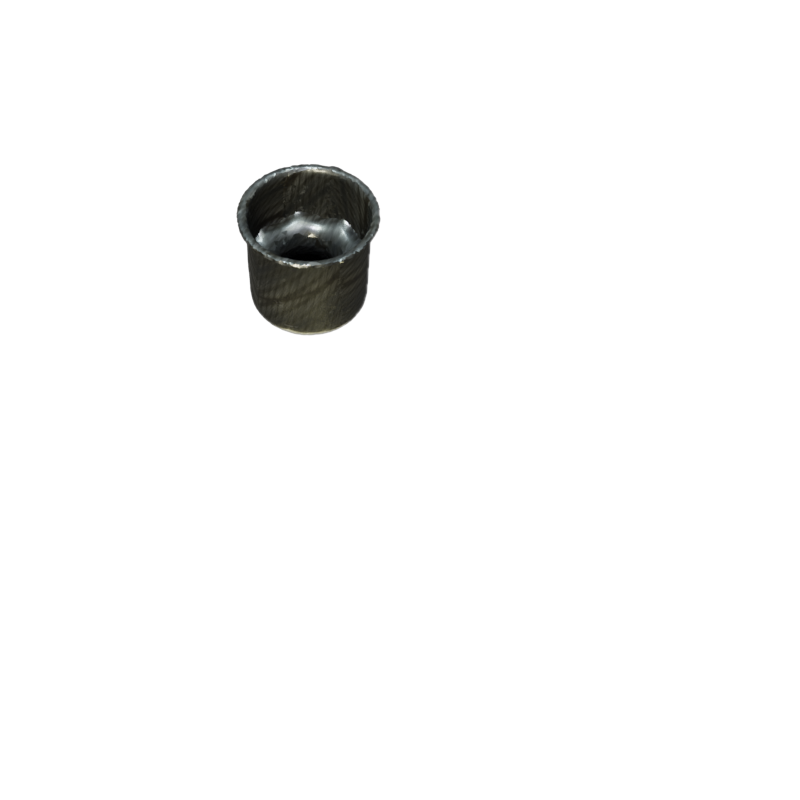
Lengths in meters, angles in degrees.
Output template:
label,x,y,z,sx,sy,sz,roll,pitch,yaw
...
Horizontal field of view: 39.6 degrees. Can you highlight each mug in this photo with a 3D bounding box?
label,x,y,z,sx,sy,sz,roll,pitch,yaw
mug,-0.059,-0.107,0.753,0.095,0.124,0.076,11,-38,7
